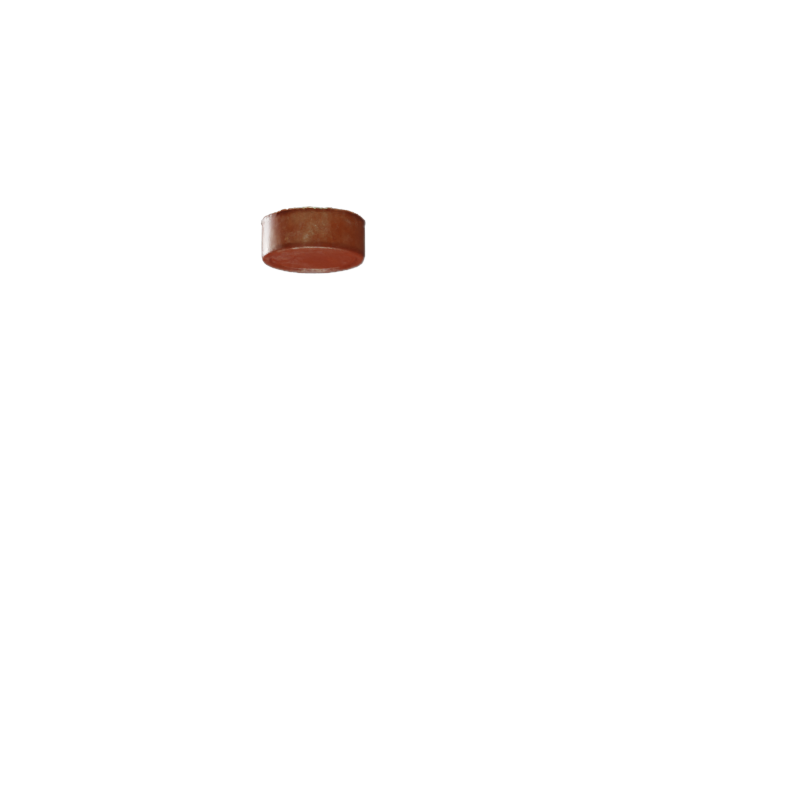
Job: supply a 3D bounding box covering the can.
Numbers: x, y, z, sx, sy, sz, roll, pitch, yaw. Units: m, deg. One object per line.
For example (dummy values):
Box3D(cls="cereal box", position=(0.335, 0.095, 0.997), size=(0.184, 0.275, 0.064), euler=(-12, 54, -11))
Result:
Box3D(cls="can", position=(-0.071, -0.129, 0.904), size=(0.086, 0.035, 0.083), euler=(0, -9, -2))
